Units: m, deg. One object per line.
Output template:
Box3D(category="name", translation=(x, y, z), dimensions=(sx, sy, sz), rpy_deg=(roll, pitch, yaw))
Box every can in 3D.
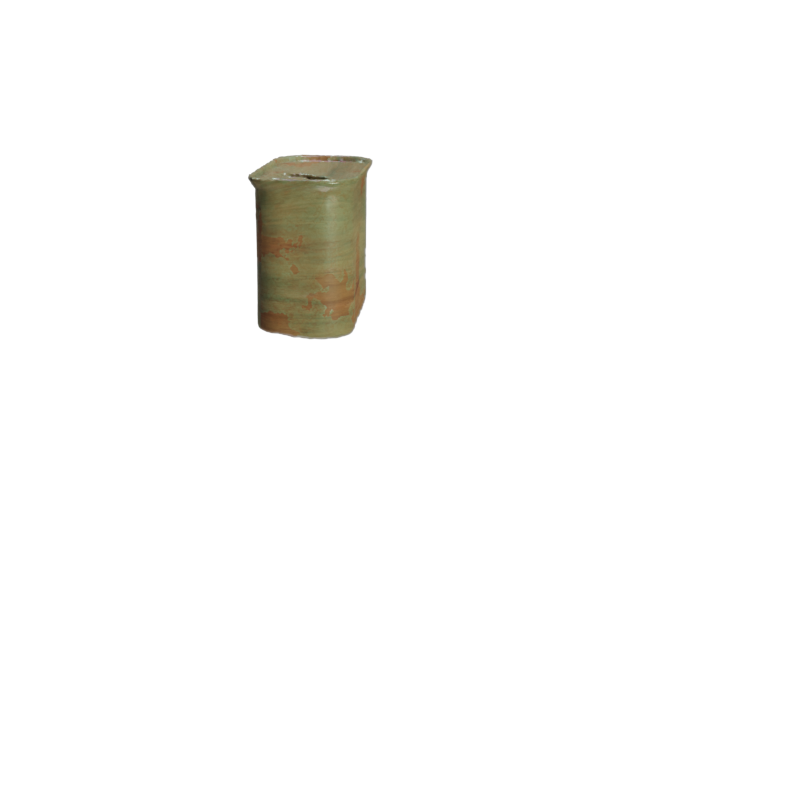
Box3D(category="can", translation=(-0.047, -0.087, 0.607), dimensions=(0.058, 0.081, 0.104), rpy_deg=(2, 16, 5))
